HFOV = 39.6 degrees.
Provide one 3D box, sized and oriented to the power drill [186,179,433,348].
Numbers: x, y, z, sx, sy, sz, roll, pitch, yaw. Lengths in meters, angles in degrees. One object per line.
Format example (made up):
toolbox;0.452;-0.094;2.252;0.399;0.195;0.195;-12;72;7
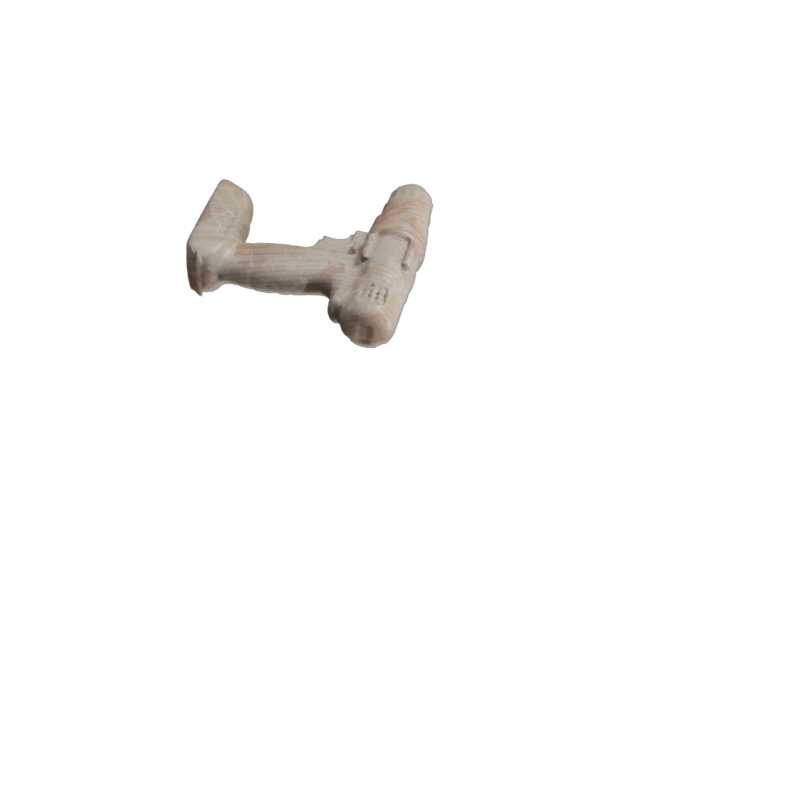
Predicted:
power drill;-0.073;-0.133;0.933;0.191;0.053;0.194;10;45;10
